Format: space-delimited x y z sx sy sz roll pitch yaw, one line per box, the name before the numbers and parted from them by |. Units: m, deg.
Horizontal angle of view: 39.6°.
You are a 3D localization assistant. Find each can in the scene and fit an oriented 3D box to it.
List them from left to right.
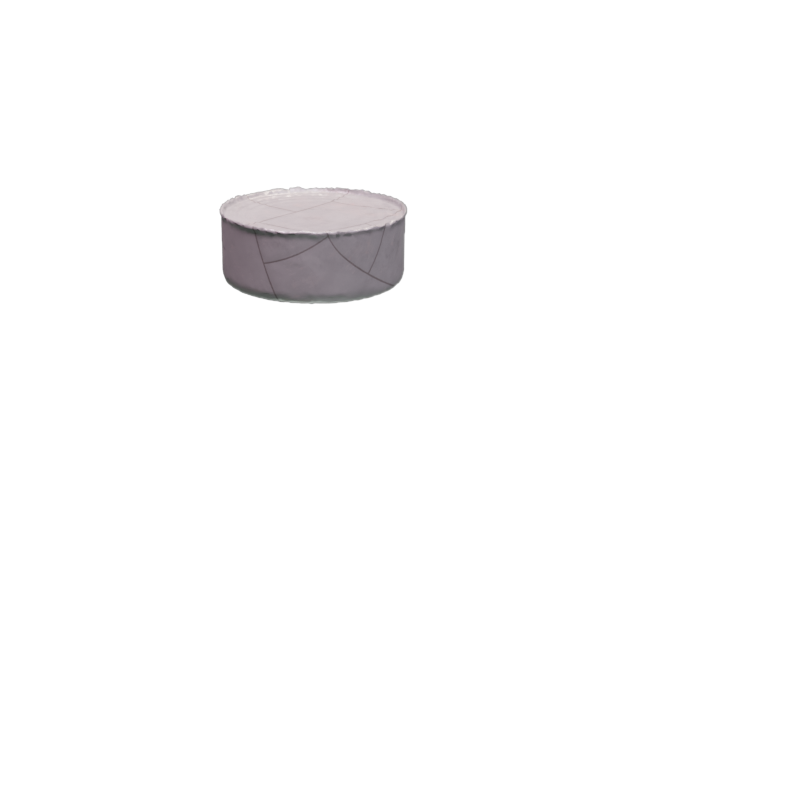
can | -0.040 -0.073 0.511 0.086 0.032 0.090 -1 22 -2
